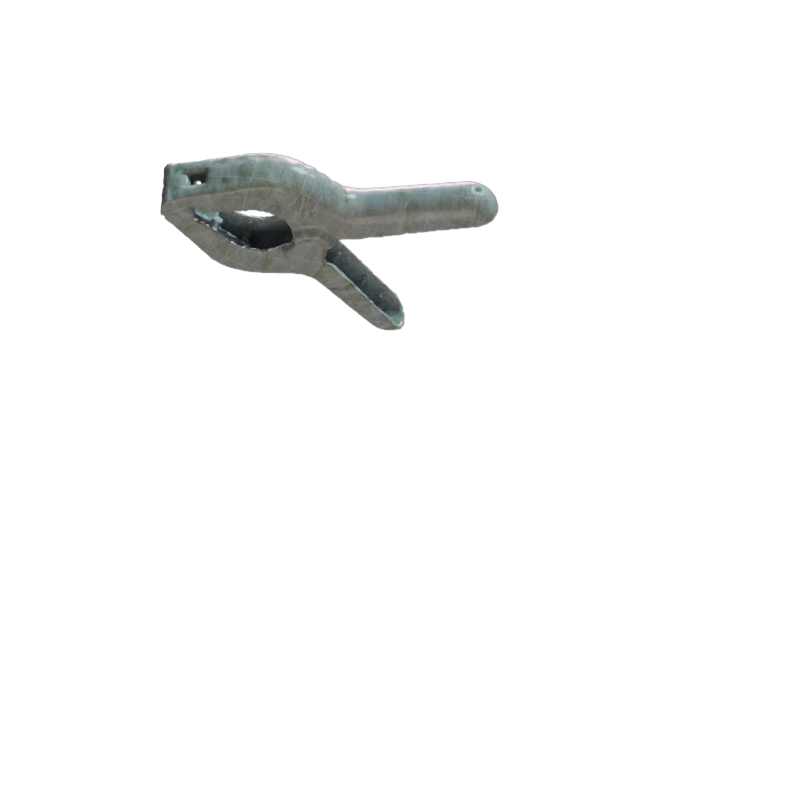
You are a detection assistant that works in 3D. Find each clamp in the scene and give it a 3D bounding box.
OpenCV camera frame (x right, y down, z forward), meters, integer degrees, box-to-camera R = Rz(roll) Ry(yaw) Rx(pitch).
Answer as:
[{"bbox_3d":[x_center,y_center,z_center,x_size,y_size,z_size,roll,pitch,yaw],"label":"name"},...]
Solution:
[{"bbox_3d":[-0.047,-0.085,0.595,0.168,0.042,0.114,10,-43,-12],"label":"clamp"}]
